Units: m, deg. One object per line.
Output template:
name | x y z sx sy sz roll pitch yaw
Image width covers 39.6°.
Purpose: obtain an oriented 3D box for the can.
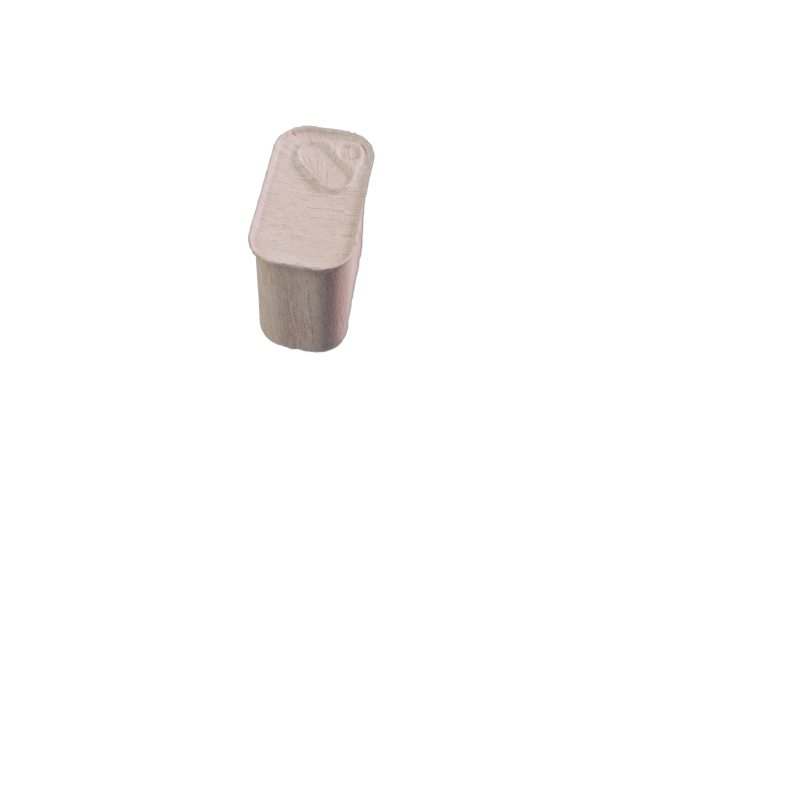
can | -0.049 -0.090 0.632 0.058 0.108 0.078 8 -35 2
